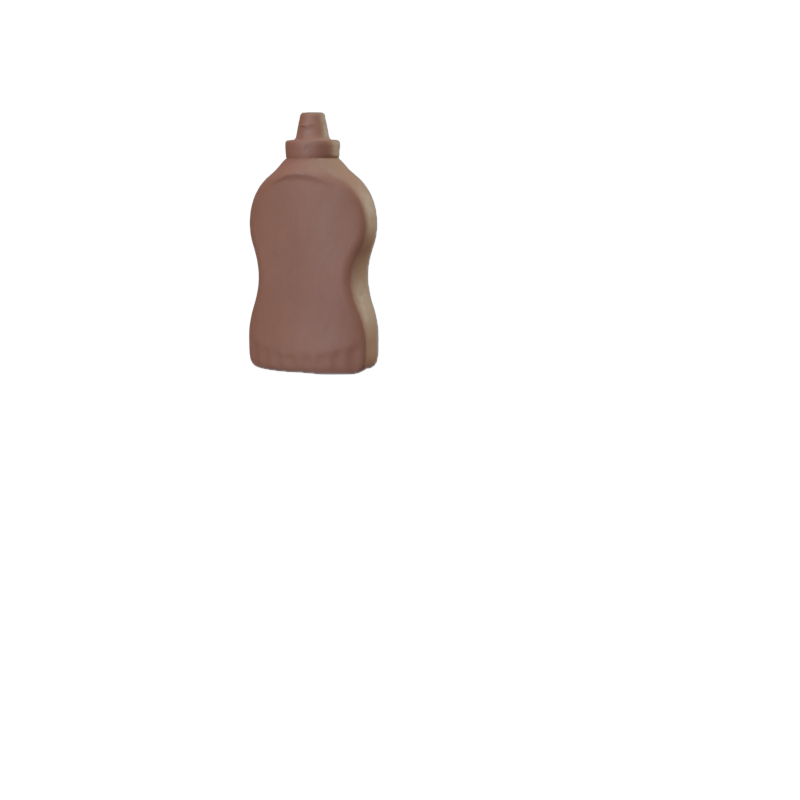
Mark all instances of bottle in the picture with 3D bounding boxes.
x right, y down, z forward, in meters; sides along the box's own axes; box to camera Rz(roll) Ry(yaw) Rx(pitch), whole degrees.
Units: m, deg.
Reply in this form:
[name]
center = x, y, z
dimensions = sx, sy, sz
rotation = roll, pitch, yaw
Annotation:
[bottle]
center = -0.065, -0.118, 0.828
dimensions = 0.099, 0.190, 0.057
rotation = 2, 4, 23
